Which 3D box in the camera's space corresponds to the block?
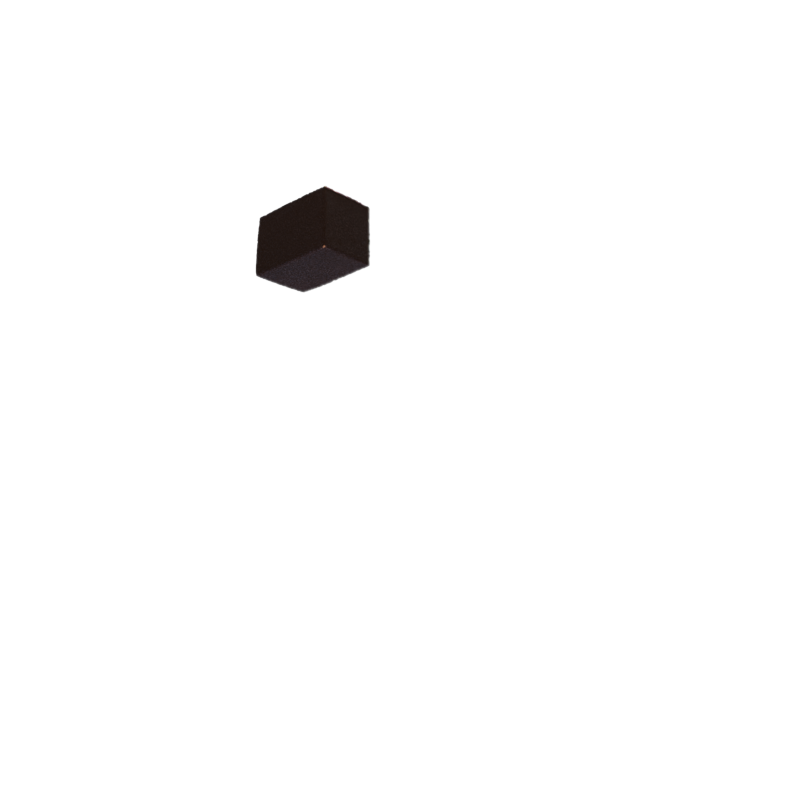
[{"bbox_3d":[-0.068,-0.124,0.868,0.079,0.054,0.049,-19,-28,39],"label":"block"}]
